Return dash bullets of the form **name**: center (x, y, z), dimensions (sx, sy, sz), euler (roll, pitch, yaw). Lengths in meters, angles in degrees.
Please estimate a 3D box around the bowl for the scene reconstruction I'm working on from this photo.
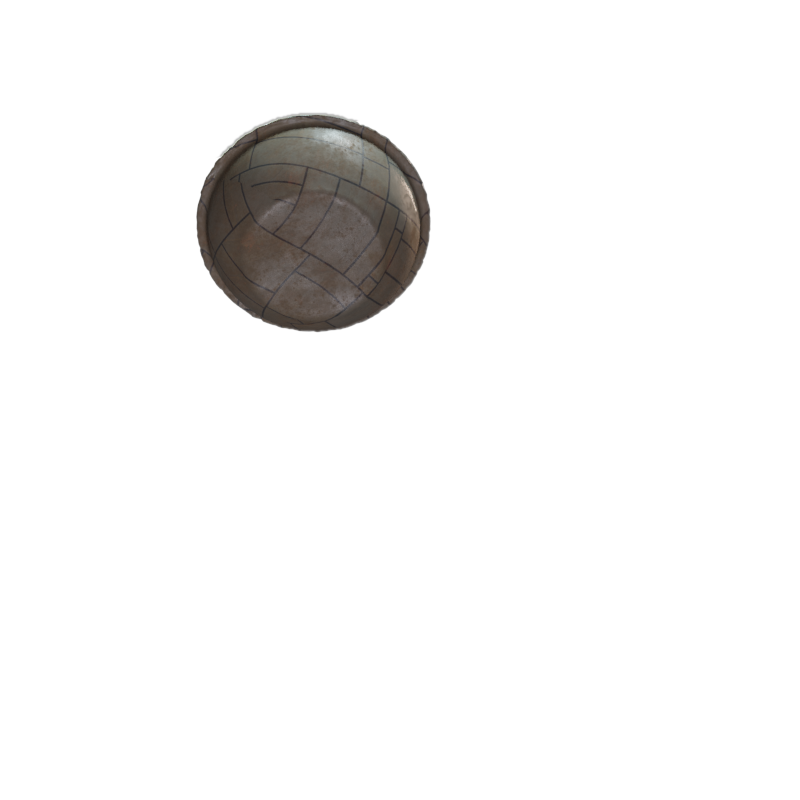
- **bowl**: center (-0.058, -0.105, 0.738), dimensions (0.162, 0.154, 0.058), euler (1, 25, -1)
